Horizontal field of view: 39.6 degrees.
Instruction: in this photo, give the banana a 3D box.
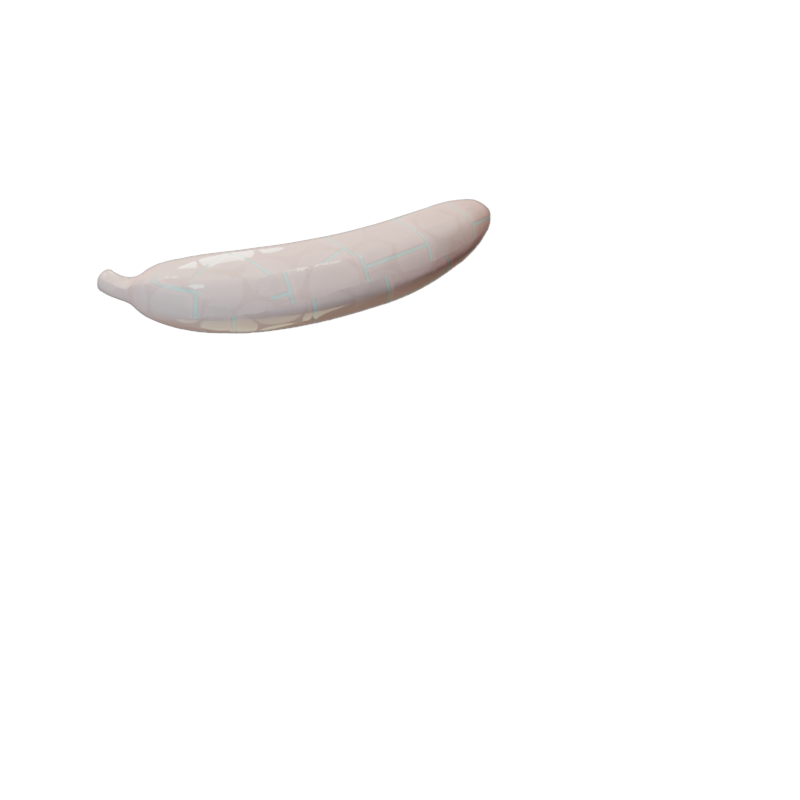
[{"bbox_3d":[-0.039,-0.064,0.515,0.195,0.034,0.075,-11,38,-14],"label":"banana"}]
